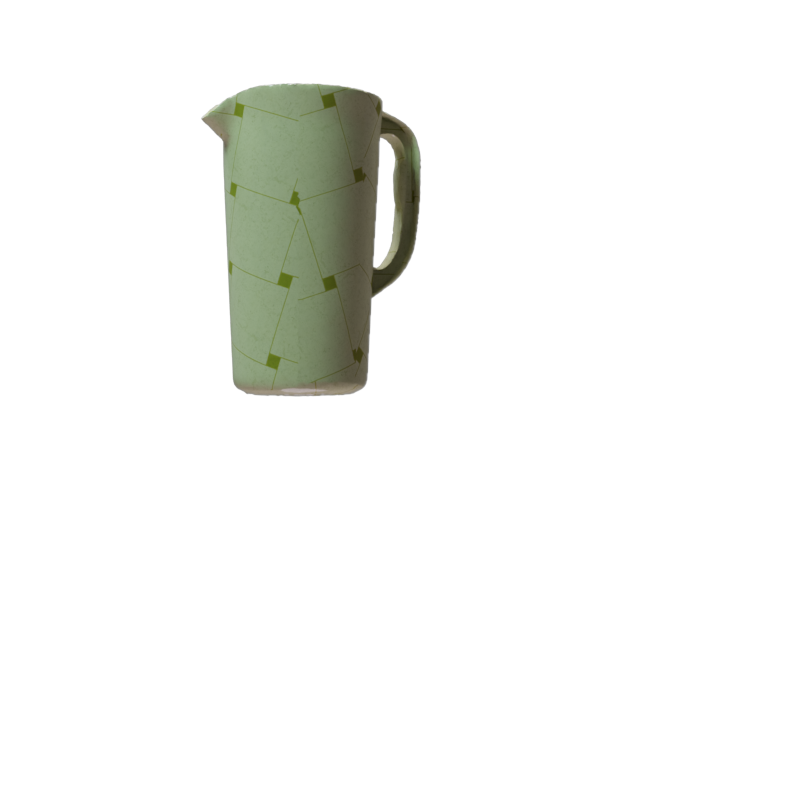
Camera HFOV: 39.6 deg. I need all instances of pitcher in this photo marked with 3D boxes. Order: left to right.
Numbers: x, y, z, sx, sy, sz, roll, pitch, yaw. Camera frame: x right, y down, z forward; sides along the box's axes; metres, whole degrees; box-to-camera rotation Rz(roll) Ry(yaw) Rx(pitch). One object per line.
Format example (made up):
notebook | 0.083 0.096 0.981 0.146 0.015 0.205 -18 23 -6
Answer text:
pitcher | -0.070 -0.128 0.898 0.153 0.245 0.141 -1 -2 18
